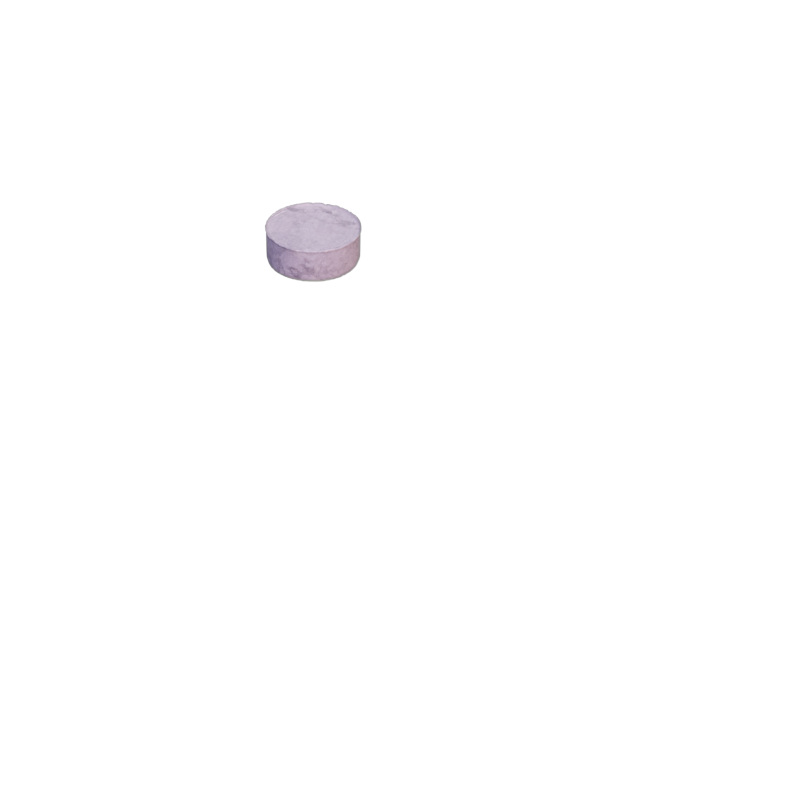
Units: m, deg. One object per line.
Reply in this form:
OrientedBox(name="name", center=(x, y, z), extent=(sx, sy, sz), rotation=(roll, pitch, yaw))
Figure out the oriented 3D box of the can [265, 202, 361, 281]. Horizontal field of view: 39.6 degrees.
OrientedBox(name="can", center=(-0.077, -0.141, 0.990), extent=(0.086, 0.031, 0.092), rotation=(-1, 36, -2))
